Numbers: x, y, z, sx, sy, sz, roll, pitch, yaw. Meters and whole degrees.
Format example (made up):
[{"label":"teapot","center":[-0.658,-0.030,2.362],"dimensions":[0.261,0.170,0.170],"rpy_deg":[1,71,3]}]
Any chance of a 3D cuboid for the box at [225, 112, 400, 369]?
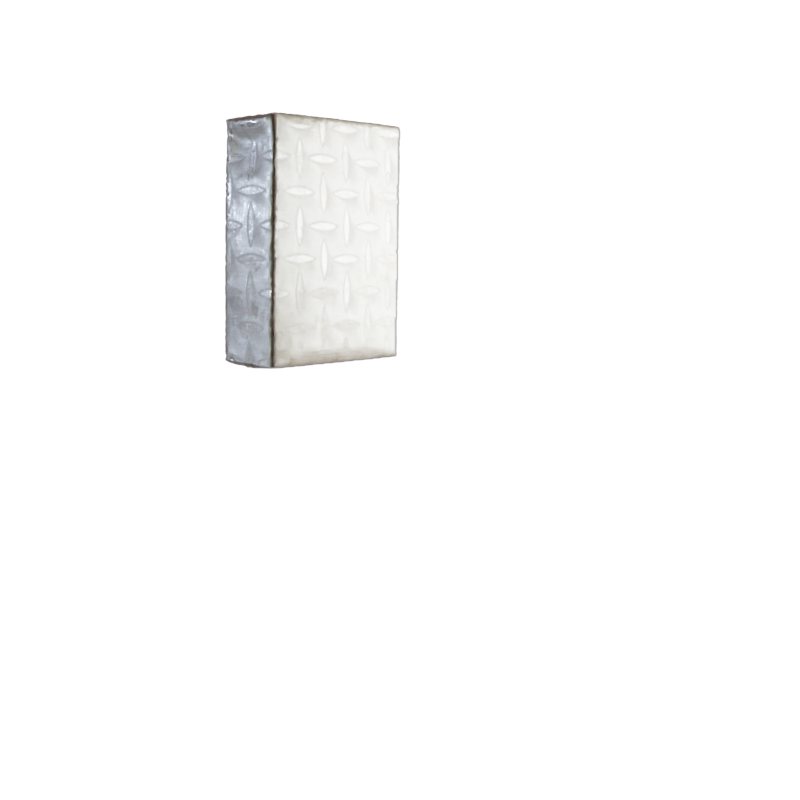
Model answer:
[{"label":"box","center":[-0.077,-0.141,0.987],"dimensions":[0.075,0.214,0.158],"rpy_deg":[1,2,42]}]
